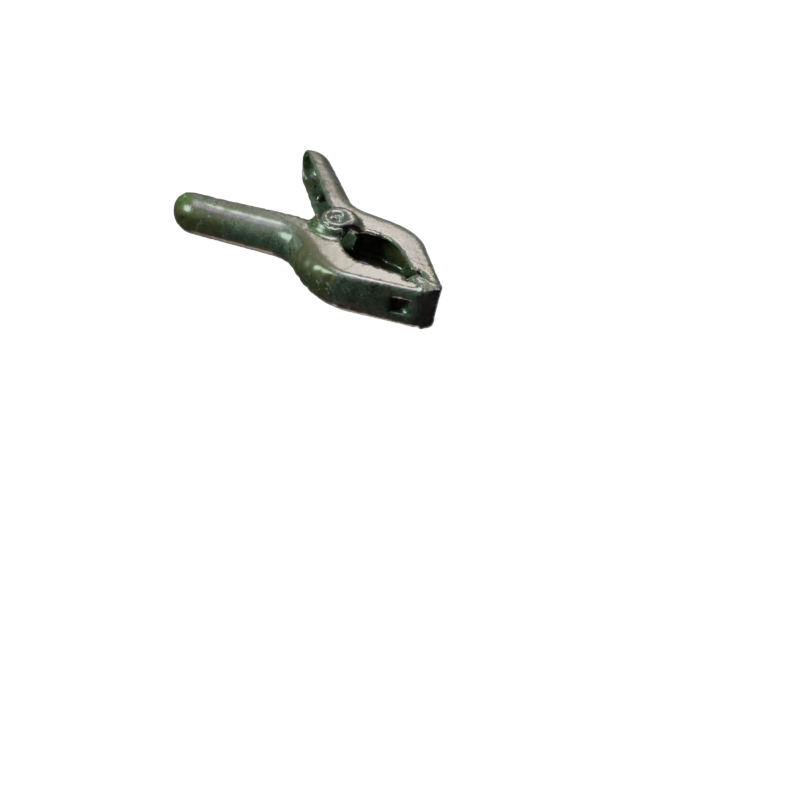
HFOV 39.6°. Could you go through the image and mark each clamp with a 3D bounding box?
[{"bbox_3d":[-0.052,-0.094,0.659,0.119,0.037,0.185,-24,46,-27],"label":"clamp"}]
